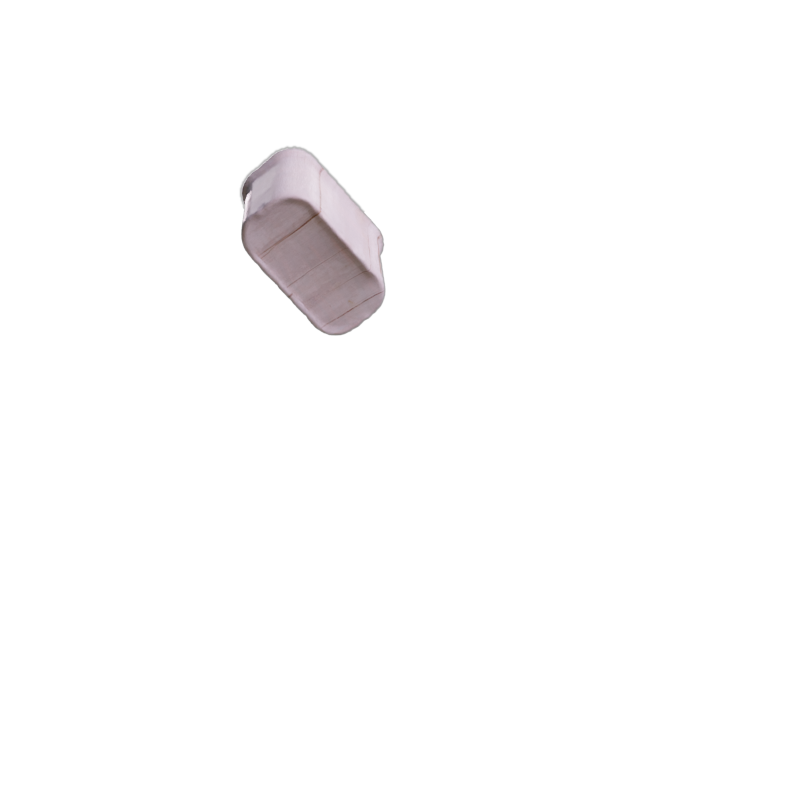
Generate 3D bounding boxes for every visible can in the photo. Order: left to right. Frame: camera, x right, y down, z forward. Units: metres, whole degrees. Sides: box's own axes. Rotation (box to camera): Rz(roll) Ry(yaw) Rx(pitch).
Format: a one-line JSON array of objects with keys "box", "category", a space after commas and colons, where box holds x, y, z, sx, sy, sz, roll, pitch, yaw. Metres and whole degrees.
[{"box": [-0.055, -0.100, 0.698, 0.057, 0.097, 0.088, -38, 21, 15], "category": "can"}]
